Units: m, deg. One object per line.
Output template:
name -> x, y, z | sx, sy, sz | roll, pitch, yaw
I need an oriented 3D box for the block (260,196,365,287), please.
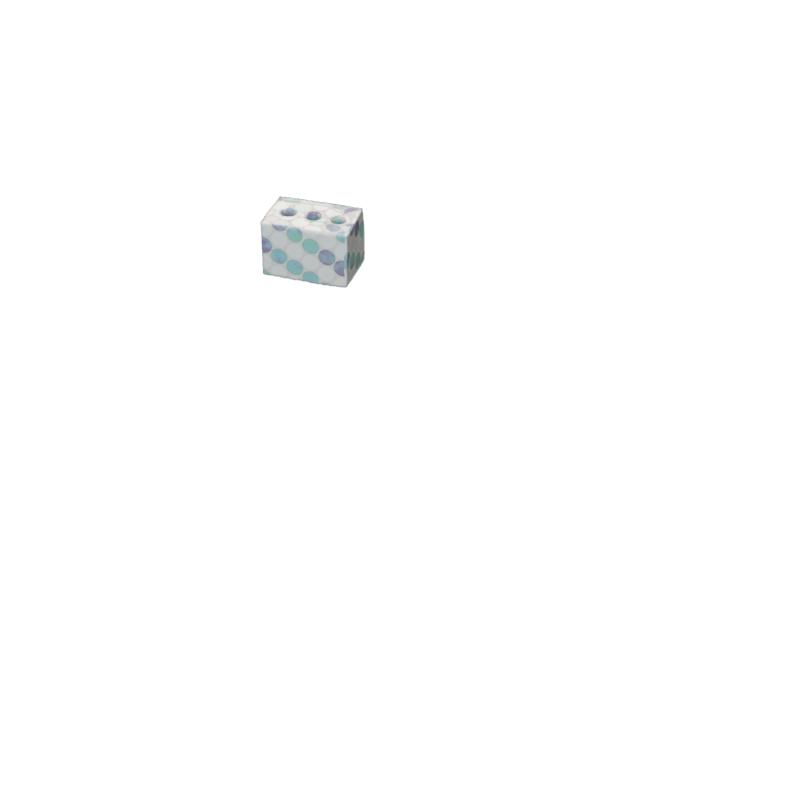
block -> -0.074, -0.134, 0.941 | 0.080, 0.048, 0.055 | 10, 34, 13
